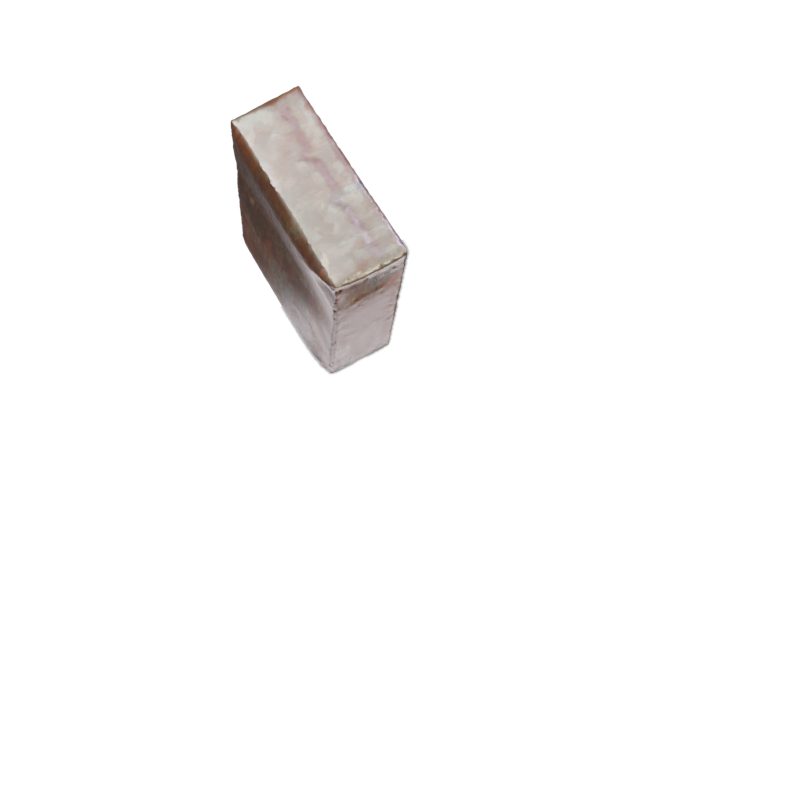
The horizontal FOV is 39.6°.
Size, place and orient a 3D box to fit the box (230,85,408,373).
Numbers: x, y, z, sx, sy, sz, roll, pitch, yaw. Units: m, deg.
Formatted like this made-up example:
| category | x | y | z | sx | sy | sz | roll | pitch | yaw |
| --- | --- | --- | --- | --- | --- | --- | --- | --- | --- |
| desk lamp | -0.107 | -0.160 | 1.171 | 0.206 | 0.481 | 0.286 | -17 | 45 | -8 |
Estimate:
| category | x | y | z | sx | sy | sz | roll | pitch | yaw |
| --- | --- | --- | --- | --- | --- | --- | --- | --- | --- |
| box | -0.072 | -0.131 | 0.918 | 0.072 | 0.172 | 0.204 | -29 | -15 | -12 |
